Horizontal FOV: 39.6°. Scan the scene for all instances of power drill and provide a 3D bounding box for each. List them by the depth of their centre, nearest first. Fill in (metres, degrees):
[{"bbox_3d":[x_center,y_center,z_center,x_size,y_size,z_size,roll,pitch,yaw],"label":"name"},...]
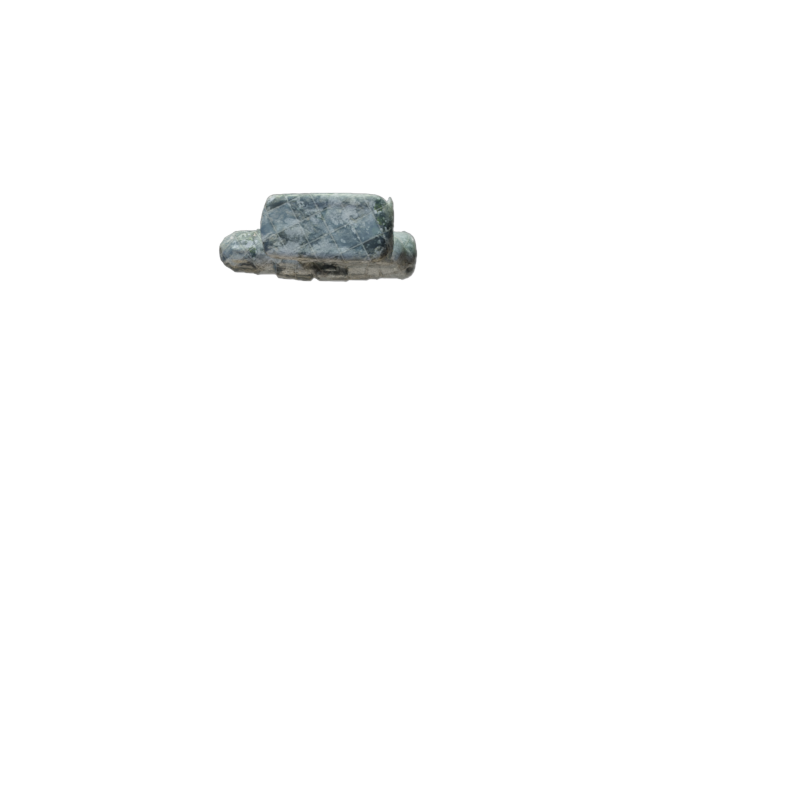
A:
[{"bbox_3d":[-0.076,-0.138,0.965,0.185,0.058,0.186,0,0,1],"label":"power drill"}]
